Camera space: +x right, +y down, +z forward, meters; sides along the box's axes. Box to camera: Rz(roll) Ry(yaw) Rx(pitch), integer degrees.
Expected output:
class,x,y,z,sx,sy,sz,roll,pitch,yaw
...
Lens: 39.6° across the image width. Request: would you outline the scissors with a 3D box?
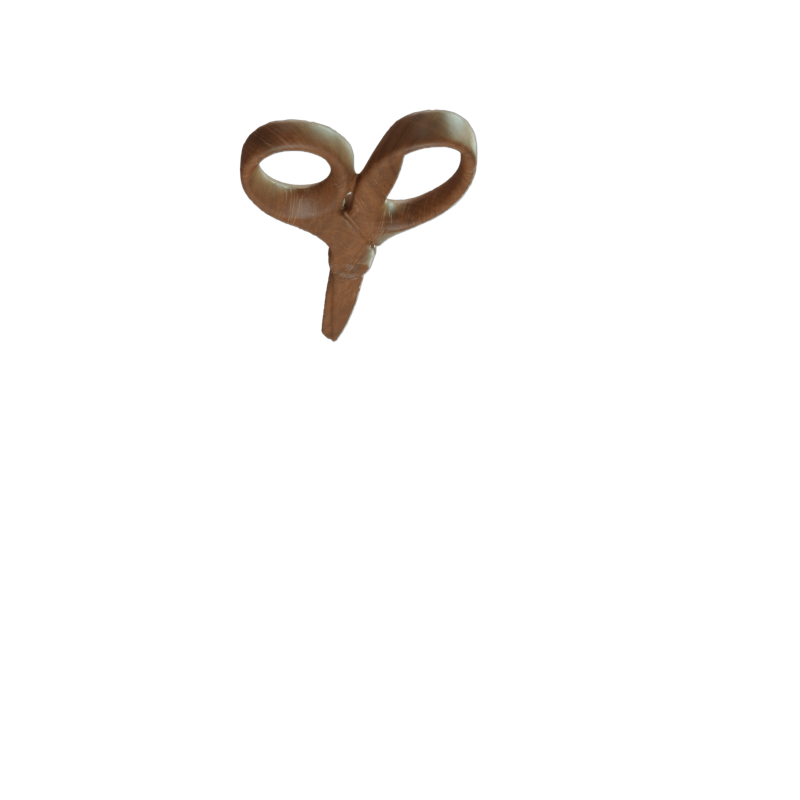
class,x,y,z,sx,sy,sz,roll,pitch,yaw
scissors,-0.037,-0.067,0.467,0.093,0.017,0.198,9,-22,-22
